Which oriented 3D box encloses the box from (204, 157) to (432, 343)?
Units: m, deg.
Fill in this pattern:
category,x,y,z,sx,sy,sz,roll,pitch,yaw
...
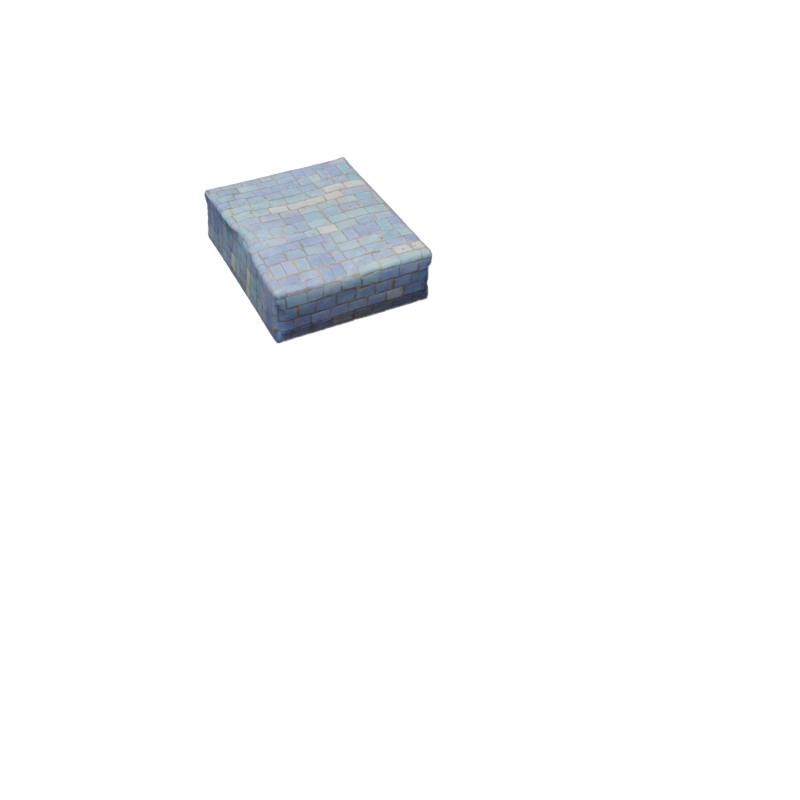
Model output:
category,x,y,z,sx,sy,sz,roll,pitch,yaw
box,-0.039,-0.071,0.497,0.072,0.028,0.097,-17,44,-19
